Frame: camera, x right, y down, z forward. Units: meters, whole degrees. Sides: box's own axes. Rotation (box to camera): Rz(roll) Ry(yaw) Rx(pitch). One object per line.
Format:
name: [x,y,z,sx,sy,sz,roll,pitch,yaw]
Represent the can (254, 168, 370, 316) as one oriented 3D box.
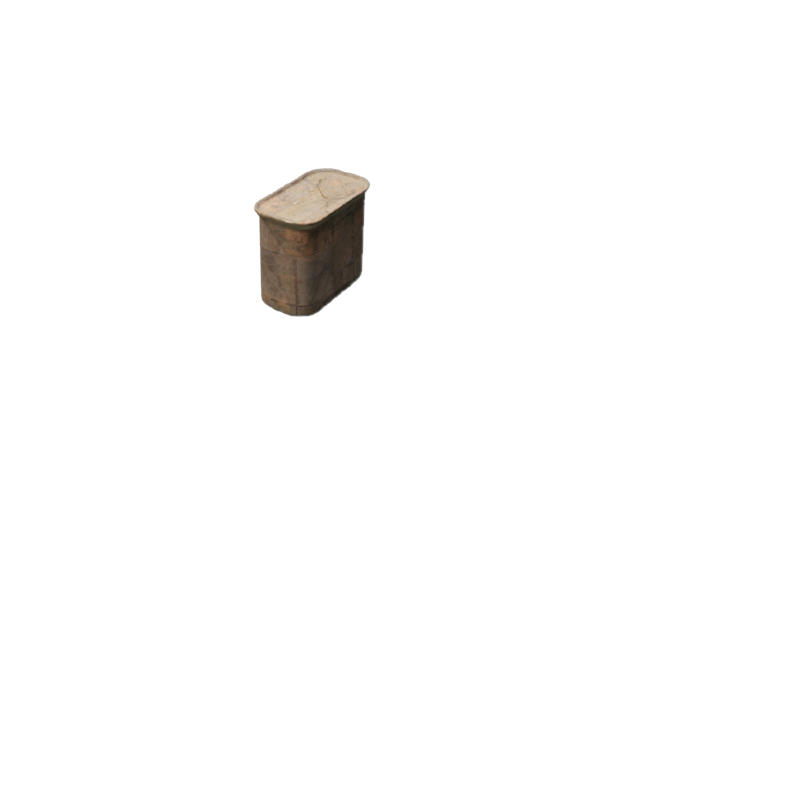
can: [-0.069,-0.125,0.876,0.060,0.079,0.103,17,35,25]
